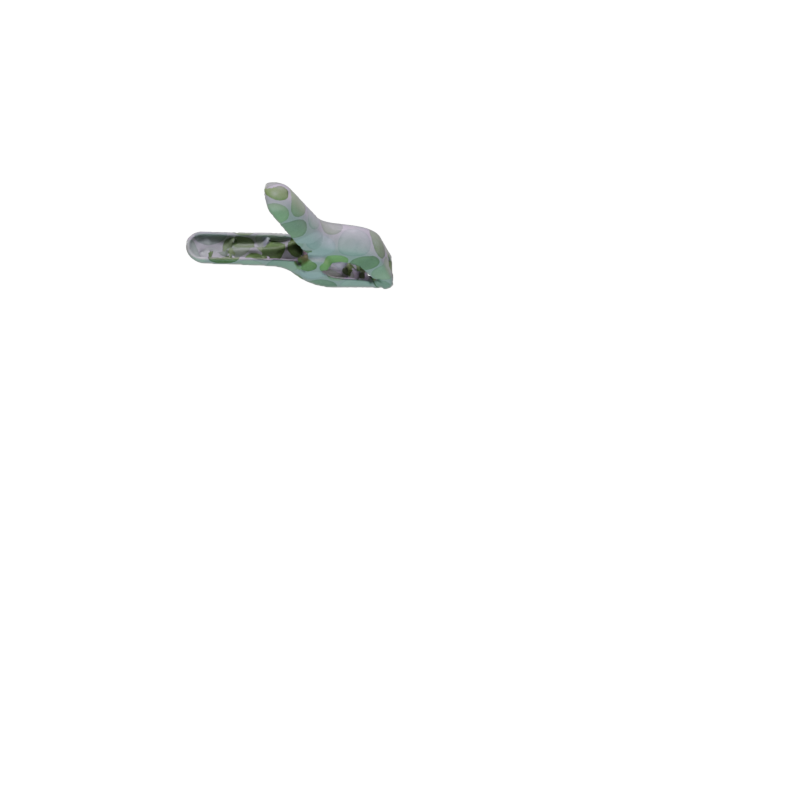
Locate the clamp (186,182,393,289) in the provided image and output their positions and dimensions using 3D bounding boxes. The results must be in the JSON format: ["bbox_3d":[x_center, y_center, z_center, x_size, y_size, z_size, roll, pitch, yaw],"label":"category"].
[{"bbox_3d":[-0.068,-0.124,0.865,0.164,0.041,0.120,7,-15,-30],"label":"clamp"}]
